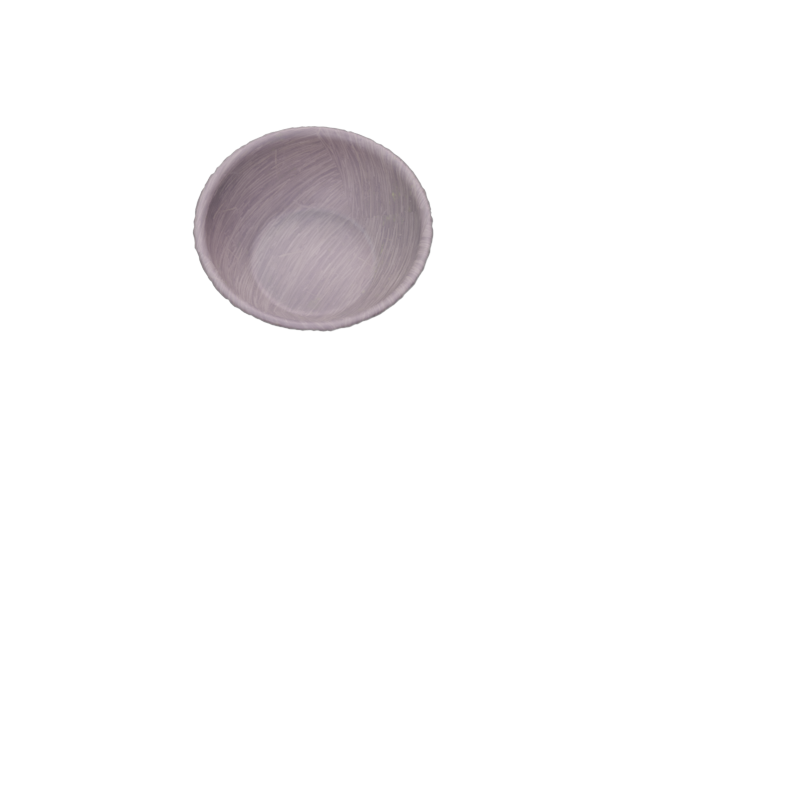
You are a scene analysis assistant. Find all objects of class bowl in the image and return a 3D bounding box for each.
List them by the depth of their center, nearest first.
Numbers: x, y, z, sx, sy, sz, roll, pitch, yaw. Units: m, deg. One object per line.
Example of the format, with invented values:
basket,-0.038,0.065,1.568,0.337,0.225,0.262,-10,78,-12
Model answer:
bowl,-0.060,-0.110,0.768,0.162,0.172,0.052,-1,-28,-1
